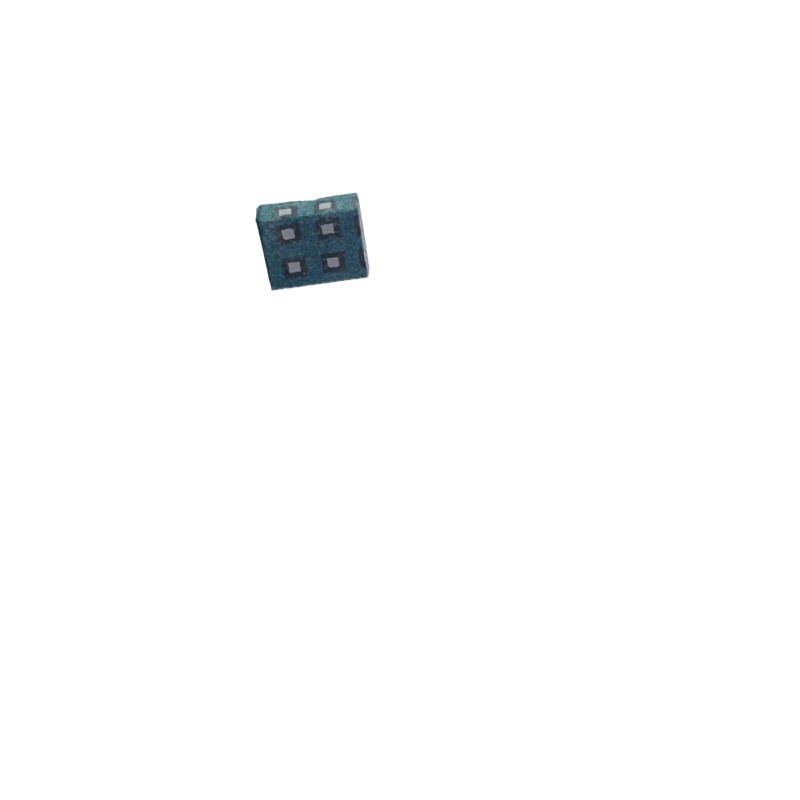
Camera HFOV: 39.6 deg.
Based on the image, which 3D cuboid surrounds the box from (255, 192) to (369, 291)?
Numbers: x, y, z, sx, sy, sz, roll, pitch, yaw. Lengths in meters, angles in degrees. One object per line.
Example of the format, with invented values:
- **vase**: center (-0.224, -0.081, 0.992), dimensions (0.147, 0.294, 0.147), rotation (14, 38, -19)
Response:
- **box**: center (-0.075, -0.137, 0.959), dimensions (0.090, 0.068, 0.032), rotation (-7, 35, 4)
